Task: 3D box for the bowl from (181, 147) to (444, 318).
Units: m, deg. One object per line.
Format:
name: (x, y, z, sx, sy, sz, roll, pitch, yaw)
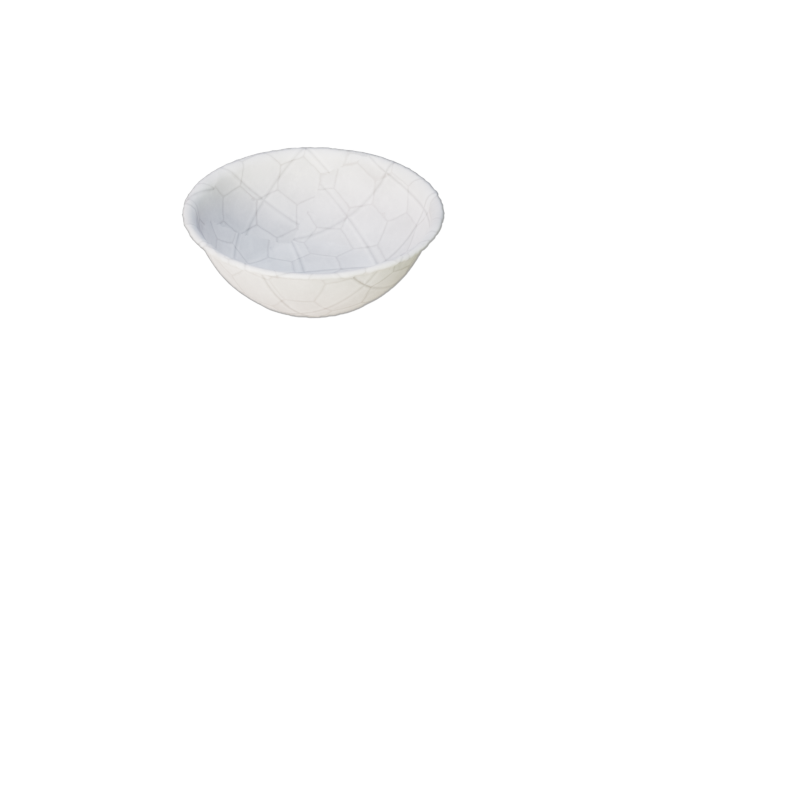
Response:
bowl: (-0.055, -0.100, 0.698, 0.162, 0.051, 0.173, -1, 36, -2)
